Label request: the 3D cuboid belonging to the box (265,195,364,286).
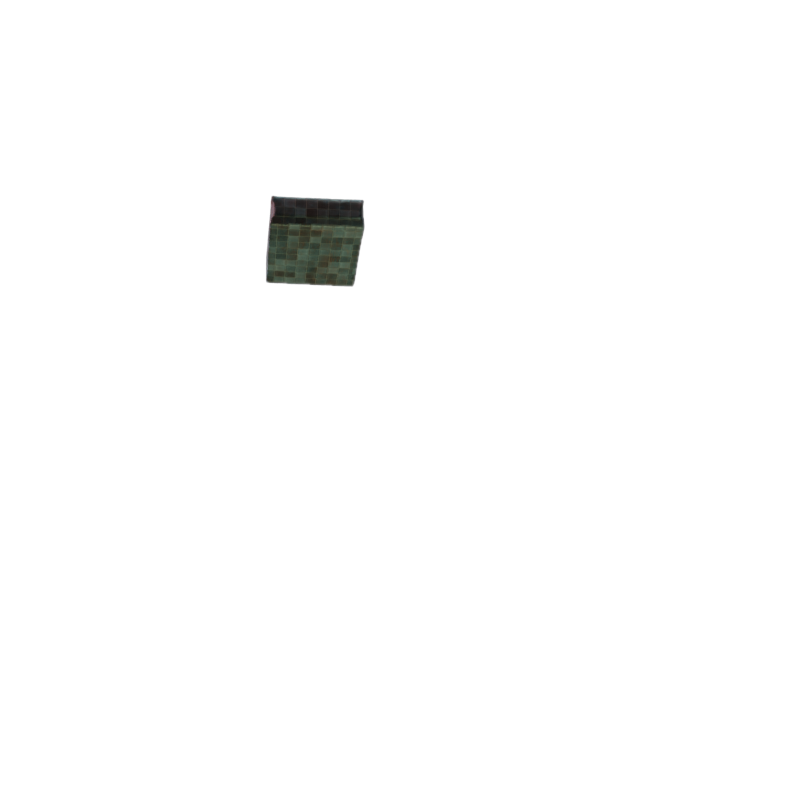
[{"bbox_3d":[-0.069,-0.126,0.881,0.073,0.032,0.084,3,-29,-5],"label":"box"}]
